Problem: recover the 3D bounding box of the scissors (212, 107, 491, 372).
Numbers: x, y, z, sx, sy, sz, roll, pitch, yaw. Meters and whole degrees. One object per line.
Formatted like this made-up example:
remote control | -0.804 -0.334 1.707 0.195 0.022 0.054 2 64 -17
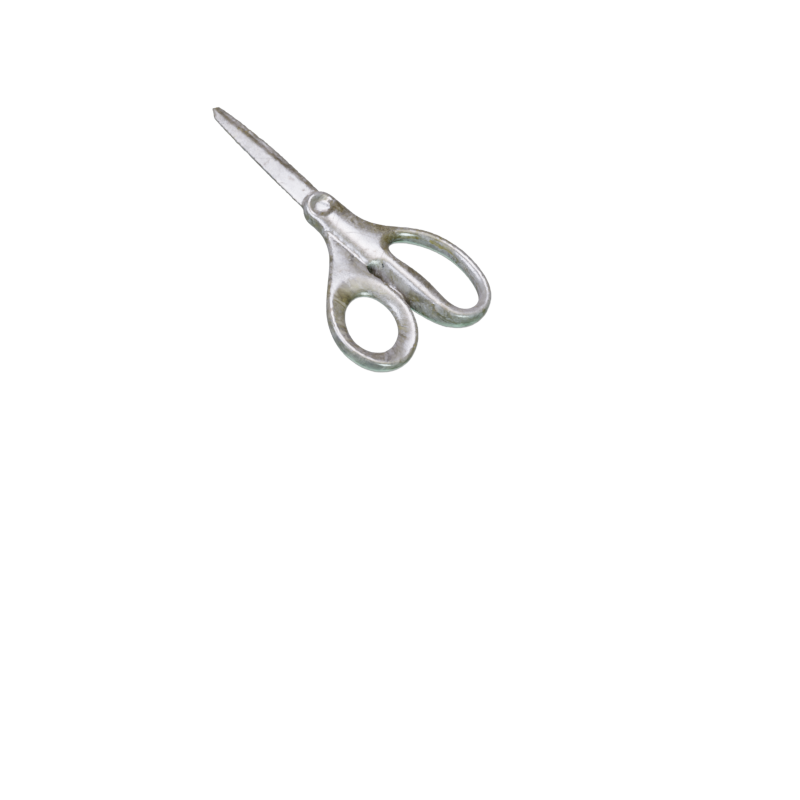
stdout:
scissors | -0.048 -0.087 0.611 0.209 0.099 0.015 30 -26 16
